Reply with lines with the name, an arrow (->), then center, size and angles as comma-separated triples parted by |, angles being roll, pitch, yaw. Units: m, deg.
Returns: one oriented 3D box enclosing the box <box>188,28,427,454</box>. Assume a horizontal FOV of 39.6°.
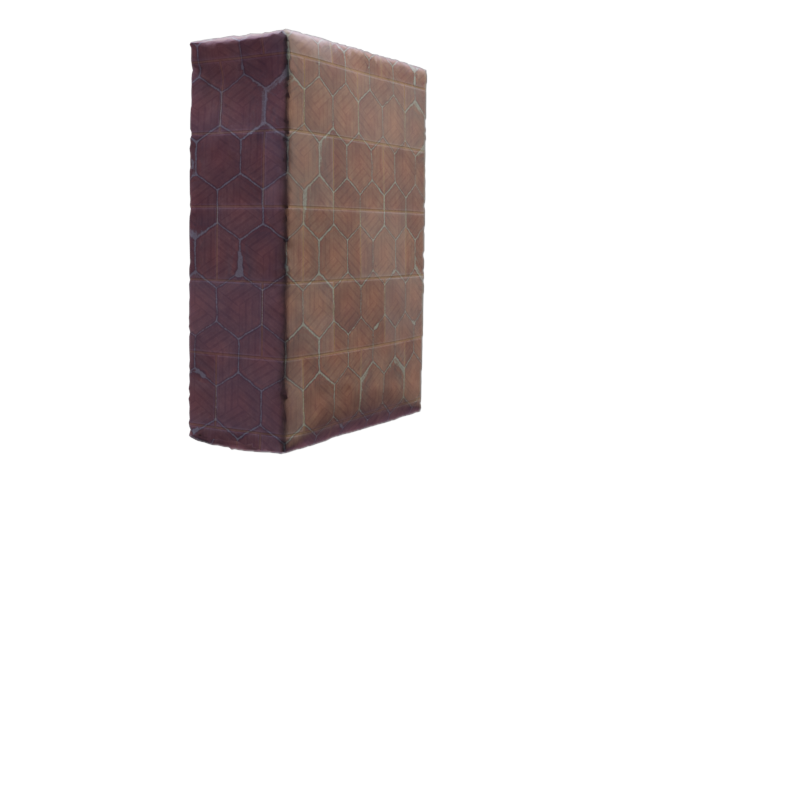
box -> -0.049, -0.090, 0.632 | 0.074, 0.213, 0.159 | 1, 3, 28
